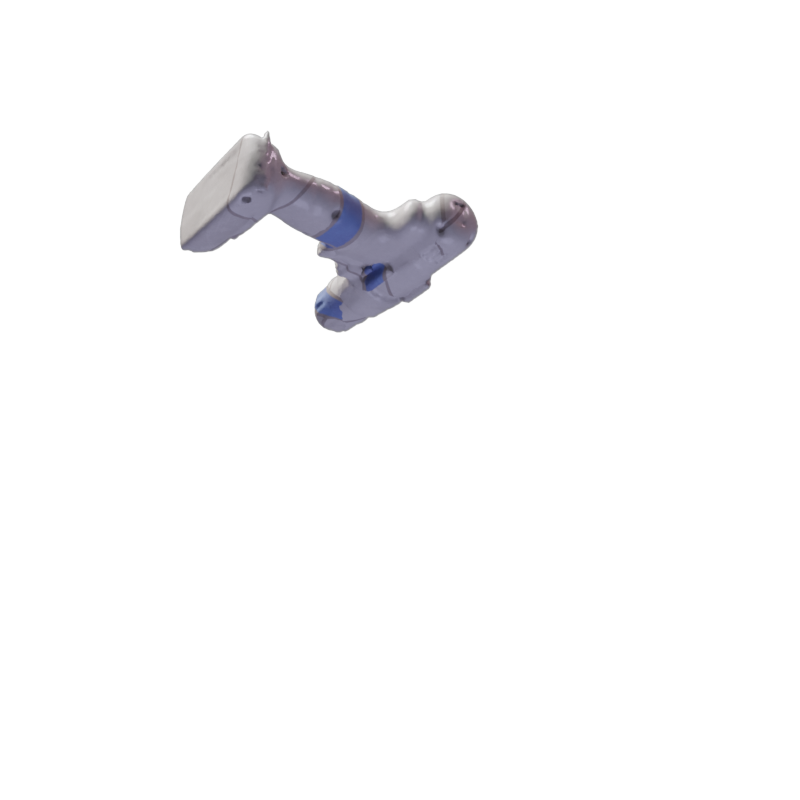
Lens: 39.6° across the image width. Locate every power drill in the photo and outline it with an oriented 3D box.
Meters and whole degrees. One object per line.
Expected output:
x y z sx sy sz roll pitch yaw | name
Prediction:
-0.065 -0.118 0.826 0.179 0.061 0.182 17 -33 -29 | power drill
